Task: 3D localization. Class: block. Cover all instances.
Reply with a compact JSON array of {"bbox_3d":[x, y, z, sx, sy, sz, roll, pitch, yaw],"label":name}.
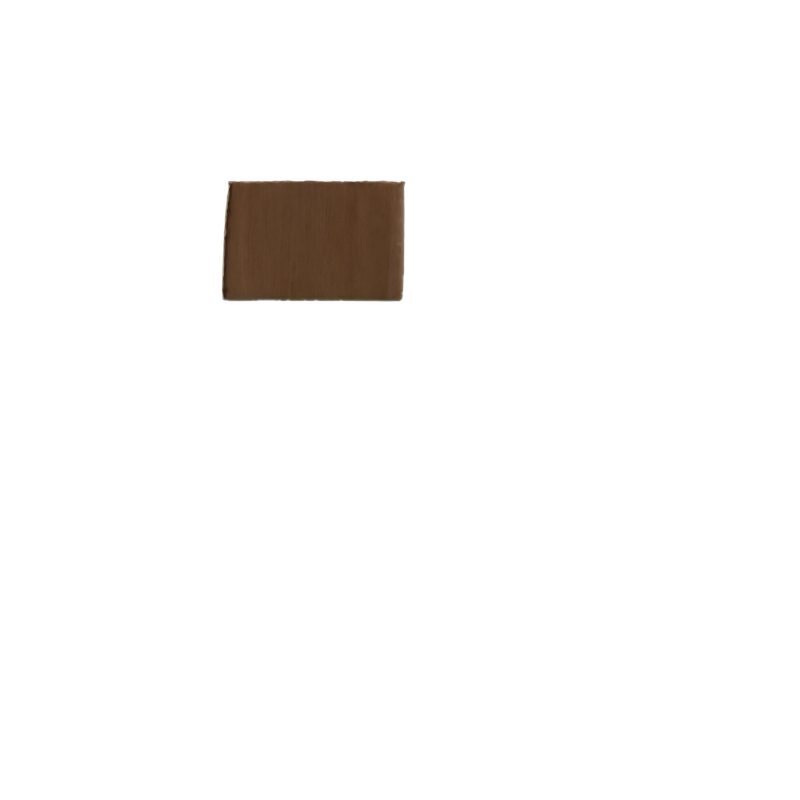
[{"bbox_3d":[-0.039,-0.070,0.493,0.078,0.051,0.053,0,4,-2],"label":"block"}]
